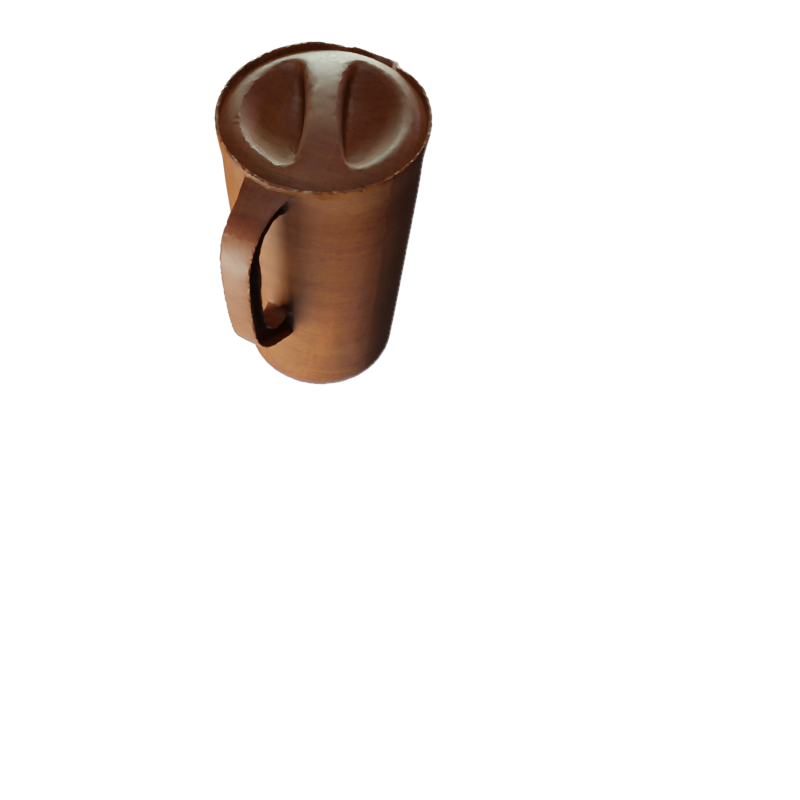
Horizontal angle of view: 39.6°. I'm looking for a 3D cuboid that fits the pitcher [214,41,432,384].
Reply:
[{"bbox_3d":[-0.060,-0.109,0.761,0.148,0.156,0.227,-13,-33,-12],"label":"pitcher"}]
